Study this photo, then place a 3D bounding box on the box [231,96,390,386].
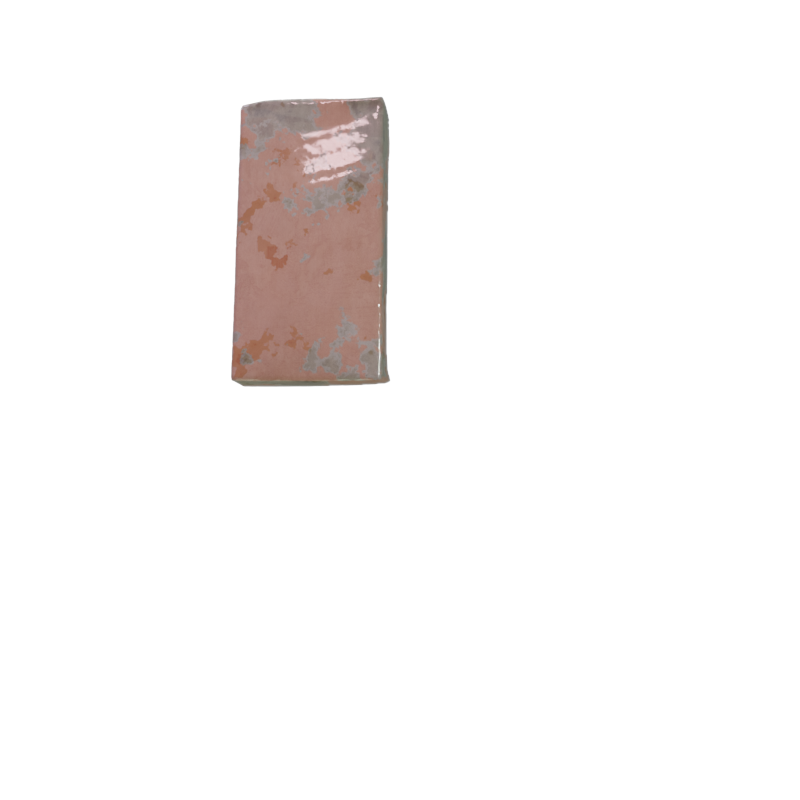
[{"bbox_3d":[-0.054,-0.098,0.686,0.094,0.181,0.046,-2,-10,7],"label":"box"}]
